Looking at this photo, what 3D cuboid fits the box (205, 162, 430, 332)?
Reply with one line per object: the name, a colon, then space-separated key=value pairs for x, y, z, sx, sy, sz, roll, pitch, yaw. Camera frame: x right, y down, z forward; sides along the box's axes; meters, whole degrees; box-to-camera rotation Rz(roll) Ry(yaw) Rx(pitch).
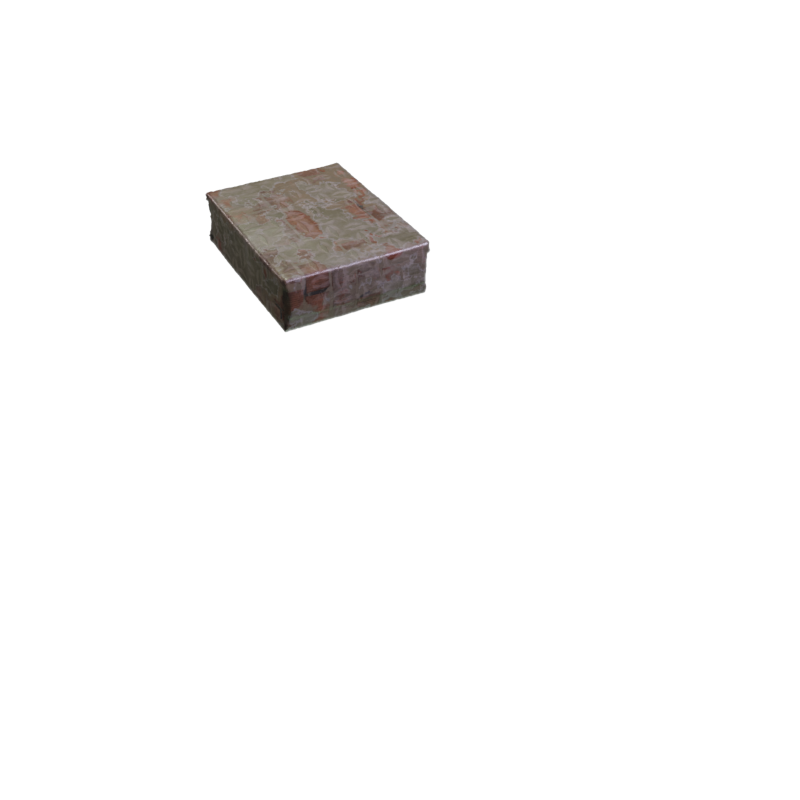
box: x=-0.050 y=-0.091 z=0.639 sx=0.088 sy=0.036 sz=0.122 roll=-17 pitch=38 yaw=-24
